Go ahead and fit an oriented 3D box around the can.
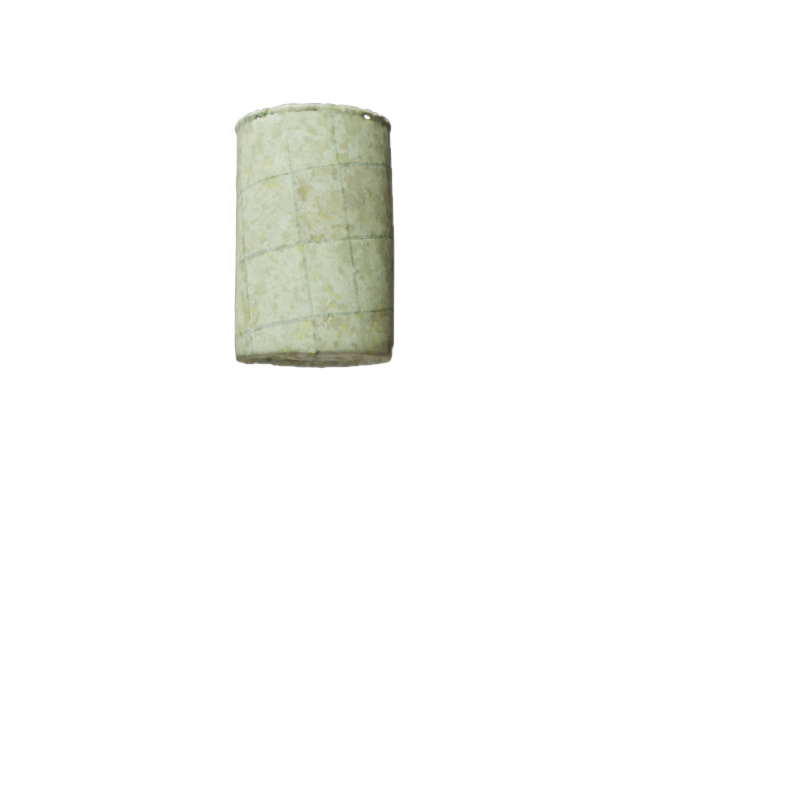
[{"bbox_3d":[-0.037,-0.067,0.472,0.068,0.105,0.067,0,-8,-2],"label":"can"}]
